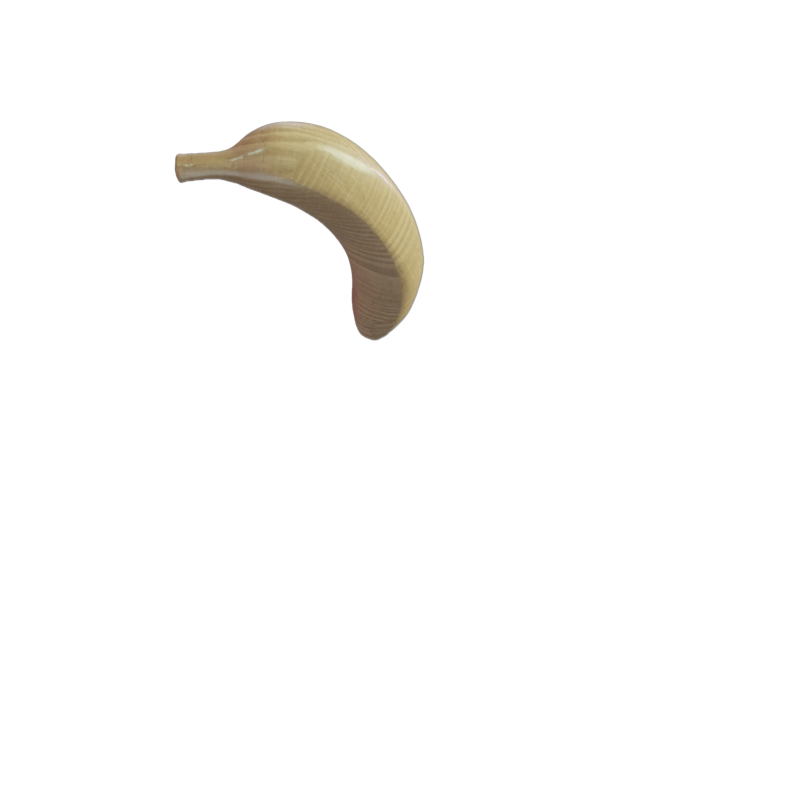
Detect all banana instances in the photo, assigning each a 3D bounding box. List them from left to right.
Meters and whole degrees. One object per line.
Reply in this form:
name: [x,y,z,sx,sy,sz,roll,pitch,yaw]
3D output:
banana: [-0.027,-0.082,0.529,0.071,0.039,0.183,-12,-27,23]
